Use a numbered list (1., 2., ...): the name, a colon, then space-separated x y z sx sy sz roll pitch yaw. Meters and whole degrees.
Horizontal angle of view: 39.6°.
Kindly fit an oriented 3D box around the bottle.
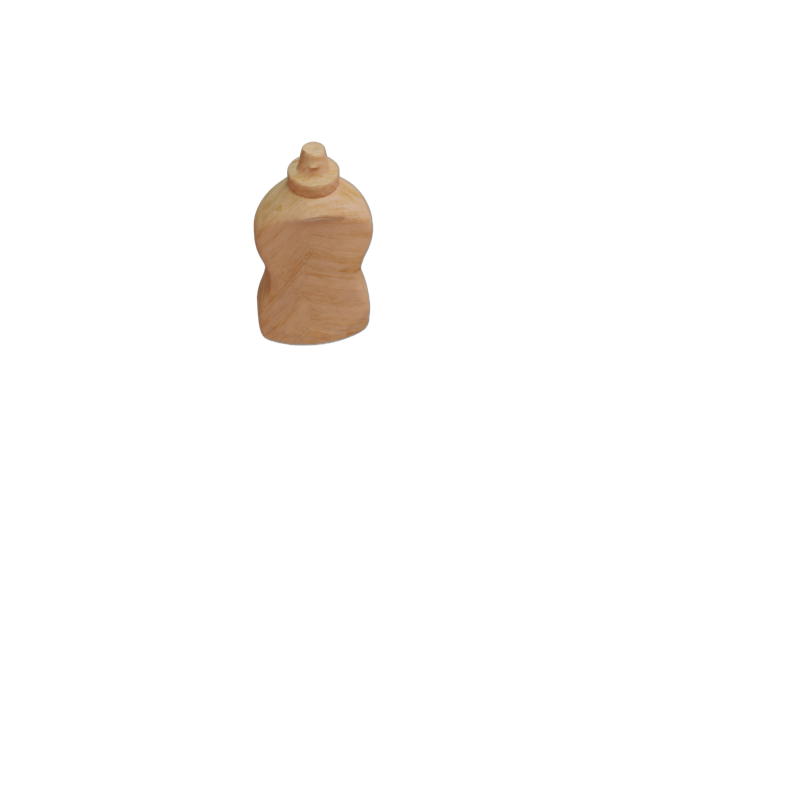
1. bottle: -0.071 -0.129 0.903 0.095 0.063 0.179 -3 -45 -7
